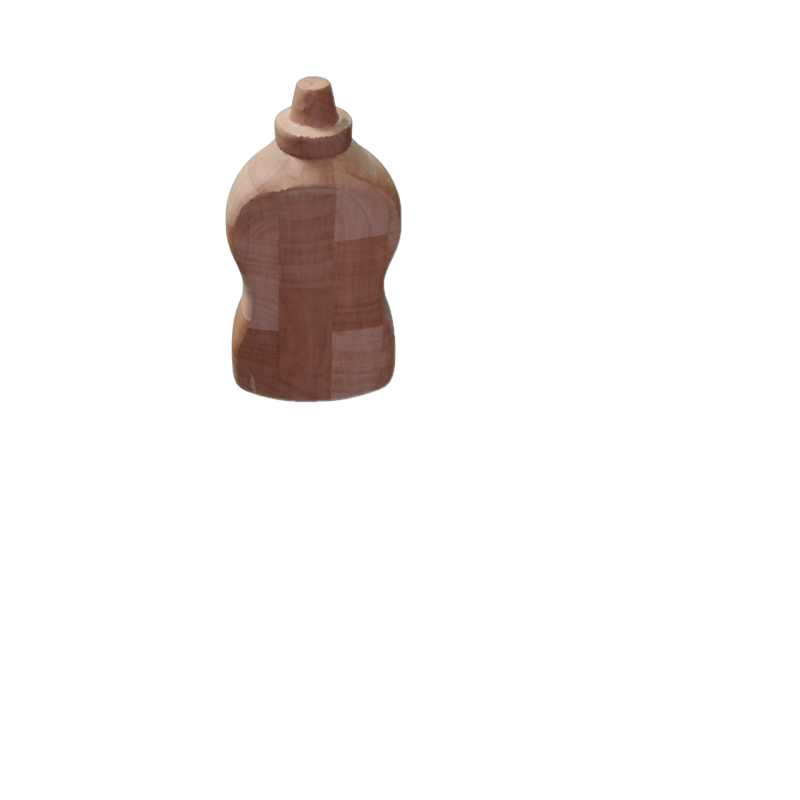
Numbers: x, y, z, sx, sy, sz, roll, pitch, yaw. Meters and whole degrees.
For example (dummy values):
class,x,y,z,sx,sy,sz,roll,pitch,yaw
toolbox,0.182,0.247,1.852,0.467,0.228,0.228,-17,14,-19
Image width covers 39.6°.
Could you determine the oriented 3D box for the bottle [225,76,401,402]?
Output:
class,x,y,z,sx,sy,sz,roll,pitch,yaw
bottle,-0.048,-0.088,0.615,0.096,0.179,0.062,1,36,-2
